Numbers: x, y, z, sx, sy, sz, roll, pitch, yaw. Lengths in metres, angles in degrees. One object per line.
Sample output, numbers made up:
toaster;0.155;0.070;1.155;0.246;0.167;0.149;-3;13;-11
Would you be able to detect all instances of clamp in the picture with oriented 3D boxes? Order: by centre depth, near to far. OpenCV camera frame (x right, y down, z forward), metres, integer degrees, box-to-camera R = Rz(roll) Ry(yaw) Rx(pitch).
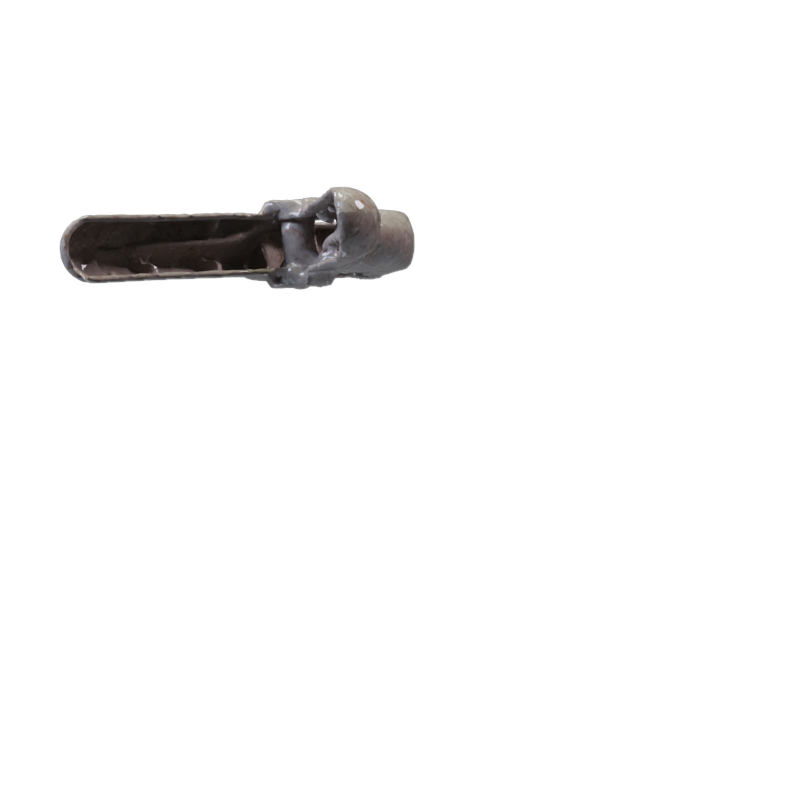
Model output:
clamp;-0.034;-0.063;0.438;0.125;0.039;0.167;5;10;29
